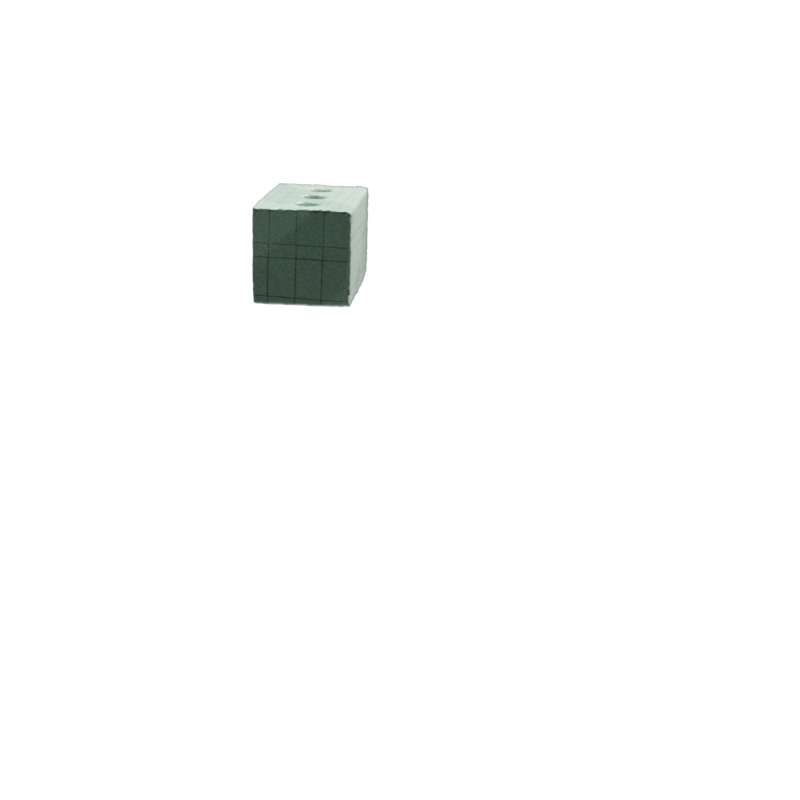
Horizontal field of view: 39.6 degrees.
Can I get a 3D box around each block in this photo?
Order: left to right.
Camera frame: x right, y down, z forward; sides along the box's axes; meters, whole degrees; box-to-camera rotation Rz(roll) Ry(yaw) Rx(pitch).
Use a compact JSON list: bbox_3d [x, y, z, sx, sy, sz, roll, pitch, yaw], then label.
[{"bbox_3d":[-0.047,-0.085,0.598,0.053,0.049,0.080,2,18,5],"label":"block"}]
